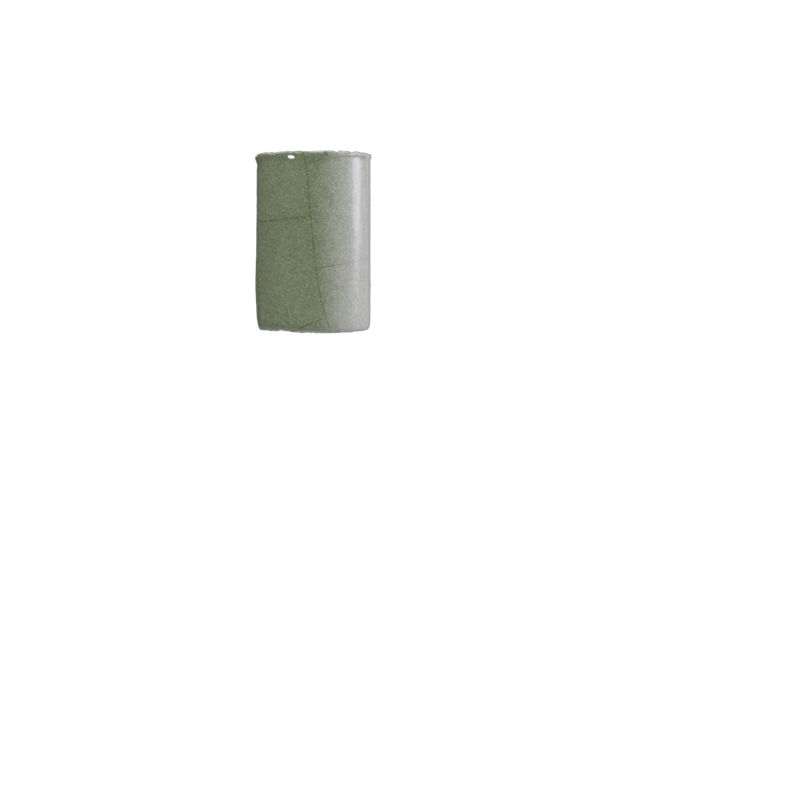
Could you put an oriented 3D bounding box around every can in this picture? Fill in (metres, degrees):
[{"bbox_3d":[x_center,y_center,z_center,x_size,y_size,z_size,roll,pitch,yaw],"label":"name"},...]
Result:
[{"bbox_3d":[-0.051,-0.092,0.647,0.068,0.102,0.069,0,2,-2],"label":"can"}]
